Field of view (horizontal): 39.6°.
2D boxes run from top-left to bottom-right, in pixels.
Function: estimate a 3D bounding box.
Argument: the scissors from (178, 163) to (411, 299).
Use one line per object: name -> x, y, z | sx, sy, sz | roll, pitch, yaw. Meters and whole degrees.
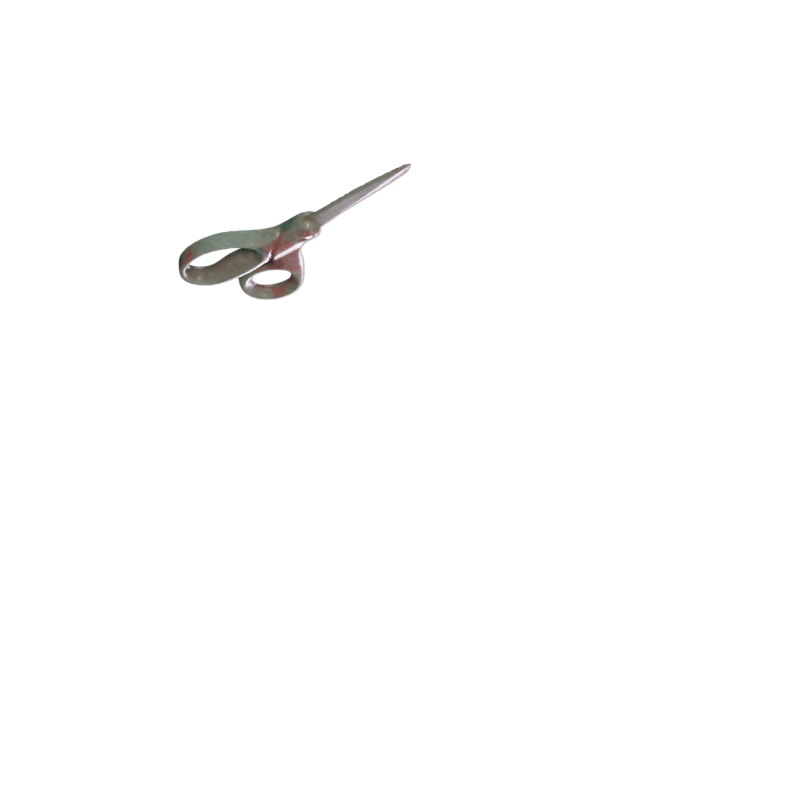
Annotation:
scissors -> -0.058, -0.106, 0.740 | 0.205, 0.017, 0.090 | -13, -25, 30
